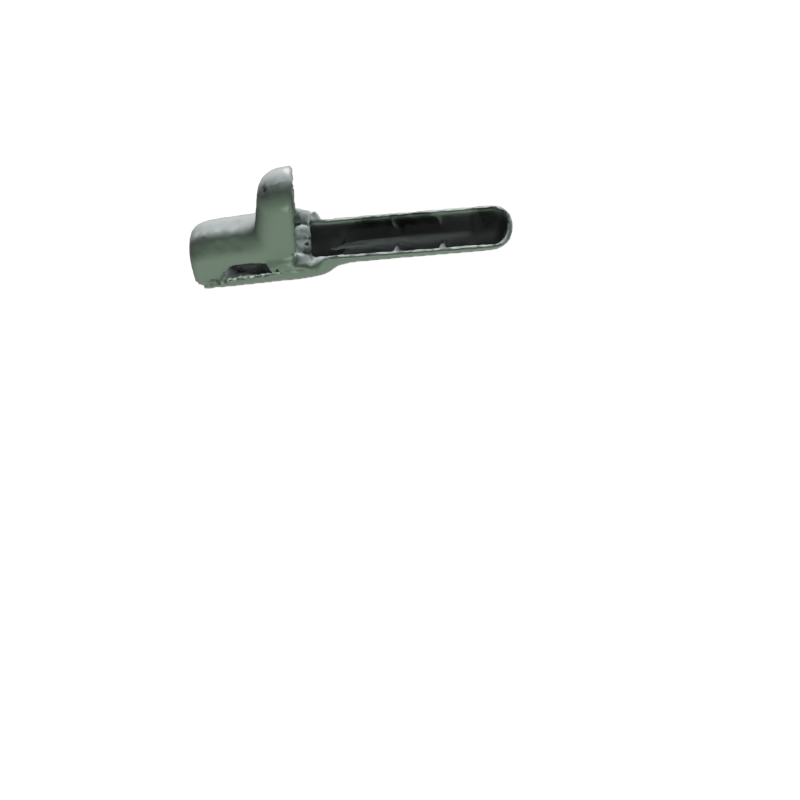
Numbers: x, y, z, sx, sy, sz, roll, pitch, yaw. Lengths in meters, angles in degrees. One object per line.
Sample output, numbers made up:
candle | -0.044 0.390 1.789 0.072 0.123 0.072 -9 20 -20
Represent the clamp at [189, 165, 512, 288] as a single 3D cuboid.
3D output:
clamp | -0.051 -0.093 0.651 0.158 0.037 0.214 3 -6 -33
